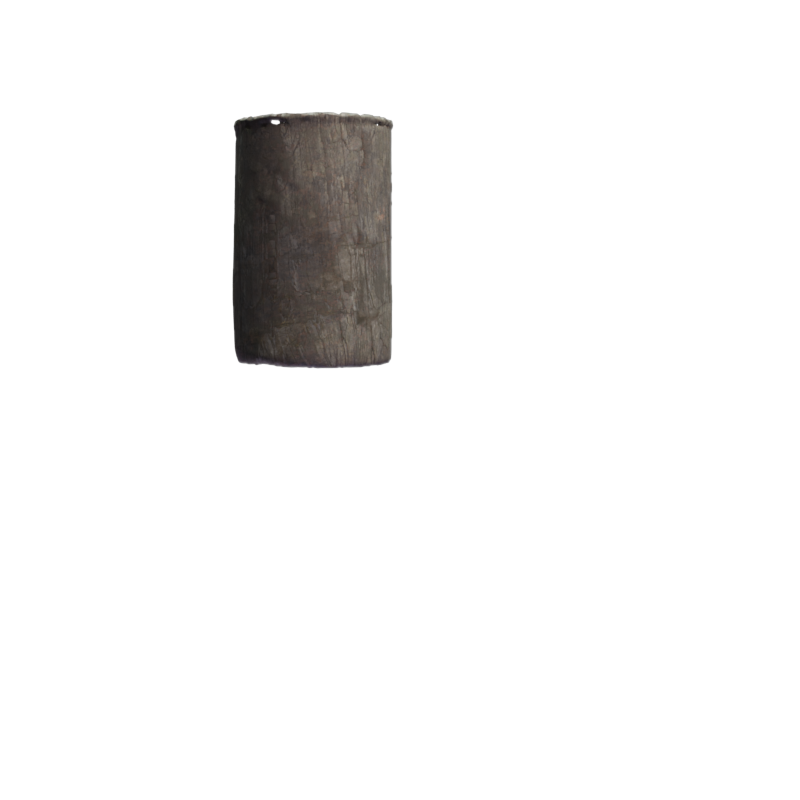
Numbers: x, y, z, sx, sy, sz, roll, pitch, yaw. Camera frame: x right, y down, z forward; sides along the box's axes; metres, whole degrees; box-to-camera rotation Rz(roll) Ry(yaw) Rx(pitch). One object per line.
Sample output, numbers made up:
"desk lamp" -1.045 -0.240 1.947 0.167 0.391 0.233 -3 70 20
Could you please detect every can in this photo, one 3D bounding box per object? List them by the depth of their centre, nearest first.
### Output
"can" -0.037 -0.067 0.471 0.068 0.102 0.069 0 1 -2
